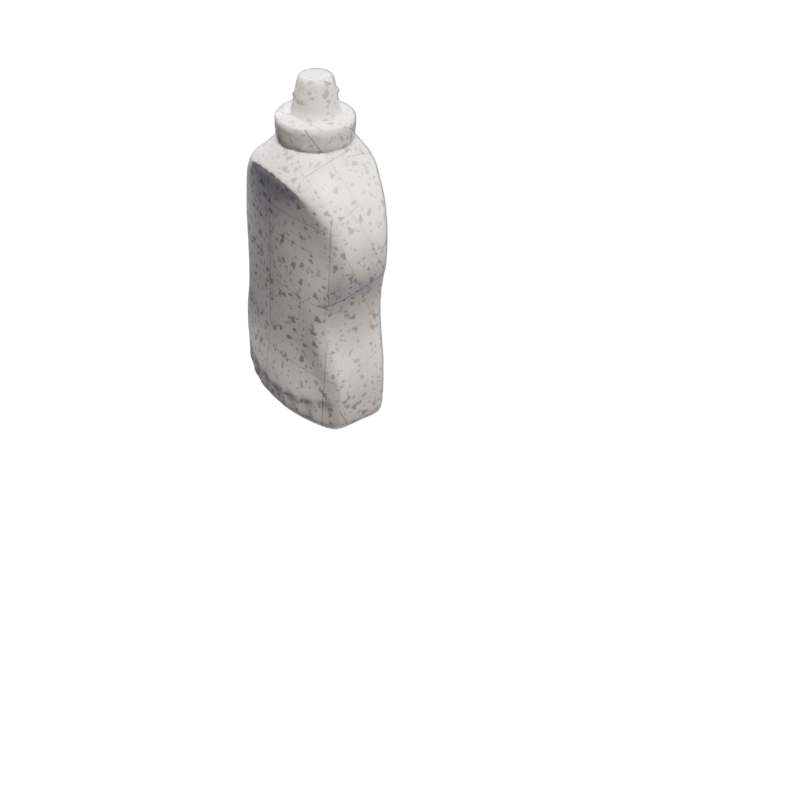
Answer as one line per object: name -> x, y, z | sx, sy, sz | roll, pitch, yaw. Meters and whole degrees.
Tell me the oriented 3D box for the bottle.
bottle -> -0.046, -0.085, 0.591 | 0.058, 0.180, 0.104 | -19, 40, -28
